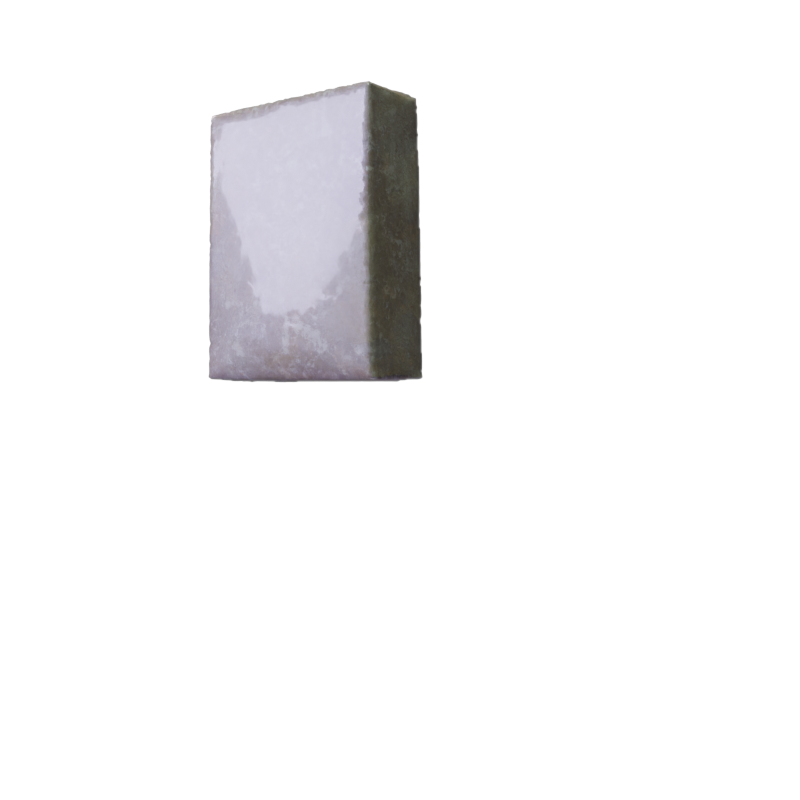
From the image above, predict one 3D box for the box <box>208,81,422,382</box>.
[{"bbox_3d":[-0.067,-0.122,0.852,0.169,0.217,0.068,-4,-7,38],"label":"box"}]
